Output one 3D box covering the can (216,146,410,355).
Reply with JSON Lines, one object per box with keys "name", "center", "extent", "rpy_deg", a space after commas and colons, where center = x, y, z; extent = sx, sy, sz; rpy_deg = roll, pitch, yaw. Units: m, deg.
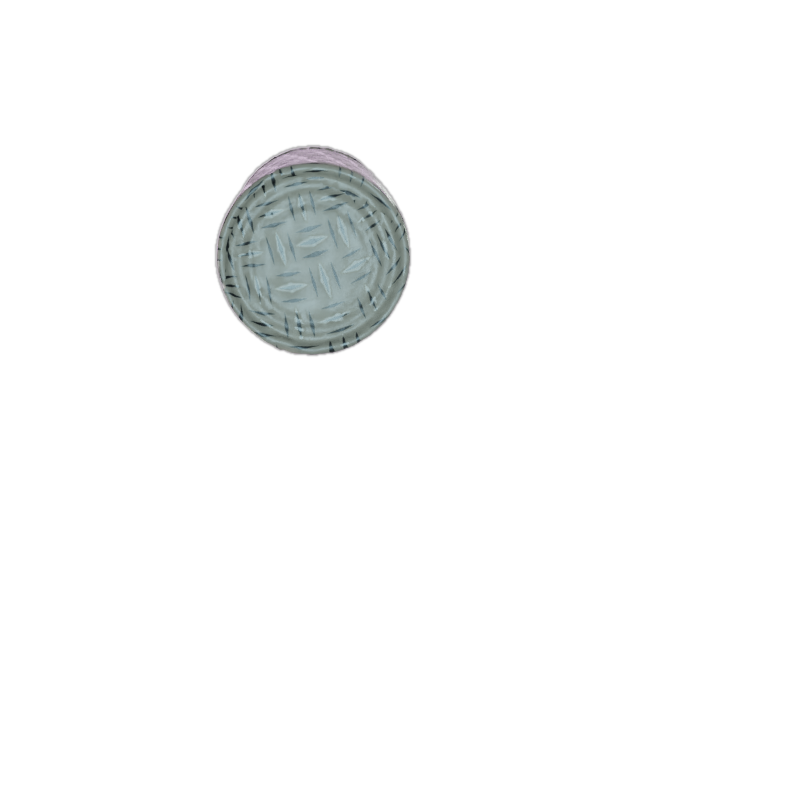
{"name": "can", "center": [-0.033, -0.060, 0.422], "extent": [0.068, 0.067, 0.105], "rpy_deg": [0, 13, -3]}
